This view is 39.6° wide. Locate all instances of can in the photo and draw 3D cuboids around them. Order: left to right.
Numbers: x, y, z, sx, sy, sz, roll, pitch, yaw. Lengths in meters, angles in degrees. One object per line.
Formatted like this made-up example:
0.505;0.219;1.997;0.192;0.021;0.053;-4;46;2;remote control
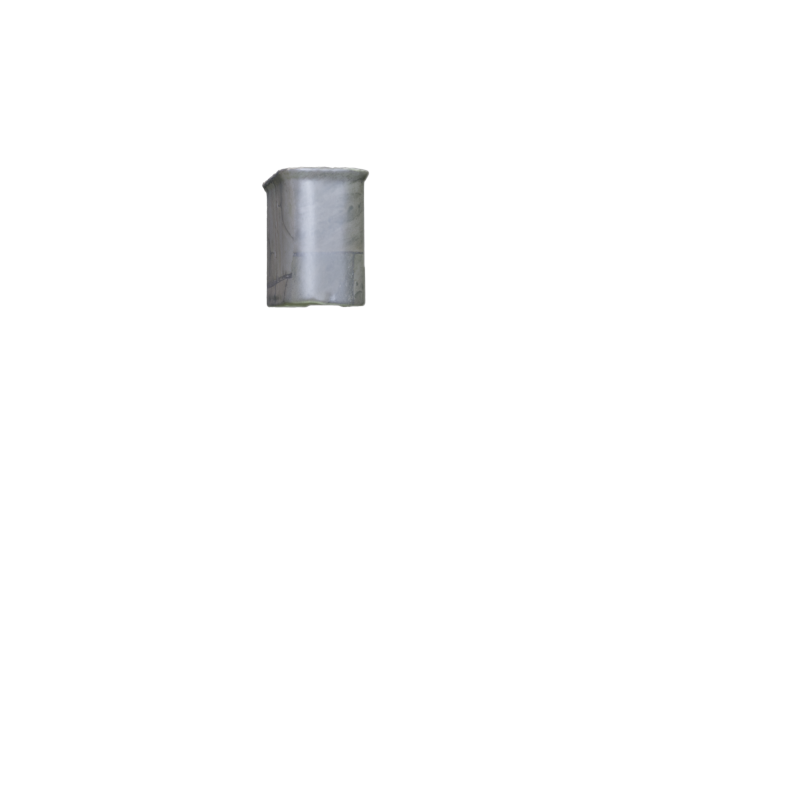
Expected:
-0.056;-0.102;0.711;0.056;0.084;0.103;0;1;-14;can
